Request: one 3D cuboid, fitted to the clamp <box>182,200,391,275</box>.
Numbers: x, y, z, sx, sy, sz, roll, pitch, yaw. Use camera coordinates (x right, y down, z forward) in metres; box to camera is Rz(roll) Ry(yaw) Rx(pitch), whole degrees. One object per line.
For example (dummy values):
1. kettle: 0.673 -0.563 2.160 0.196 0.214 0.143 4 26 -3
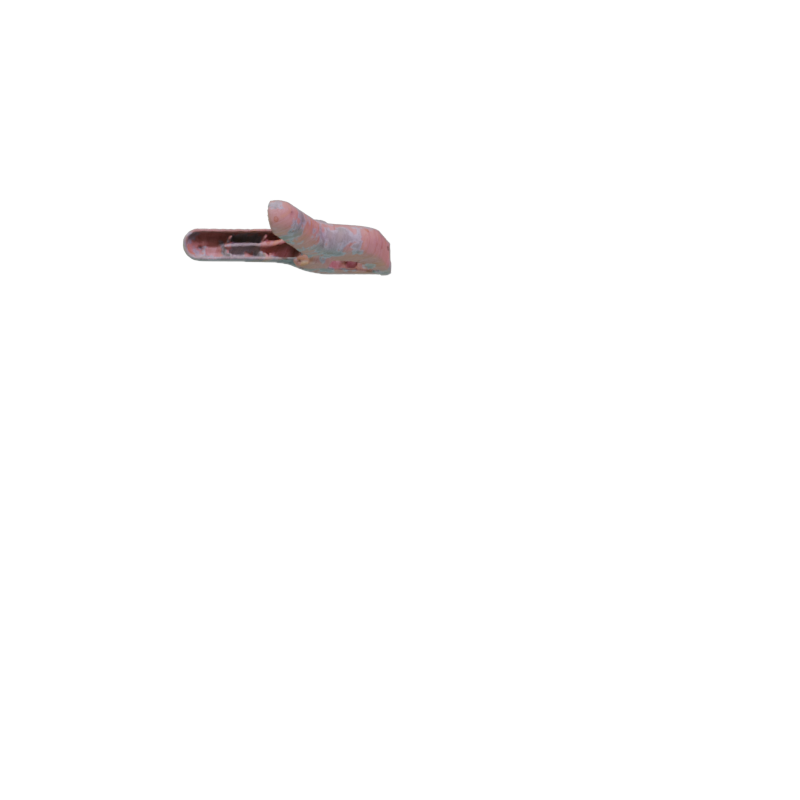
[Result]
1. clamp: -0.066 -0.121 0.849 0.165 0.040 0.123 0 0 -33
